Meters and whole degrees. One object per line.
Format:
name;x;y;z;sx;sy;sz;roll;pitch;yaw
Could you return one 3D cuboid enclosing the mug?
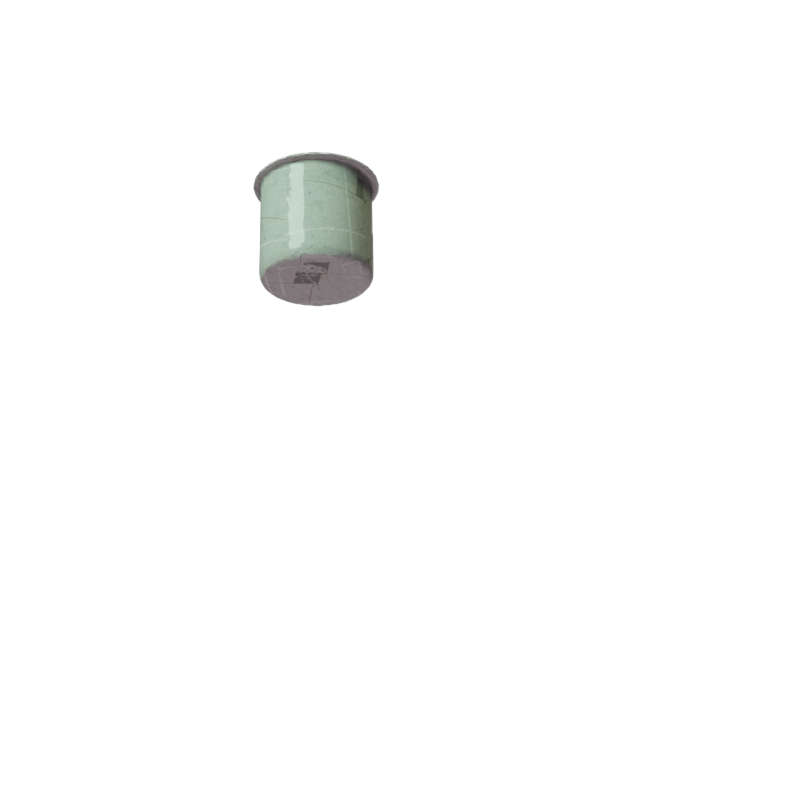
mug;-0.064;-0.116;0.814;0.092;0.086;0.112;5;-26;-13
